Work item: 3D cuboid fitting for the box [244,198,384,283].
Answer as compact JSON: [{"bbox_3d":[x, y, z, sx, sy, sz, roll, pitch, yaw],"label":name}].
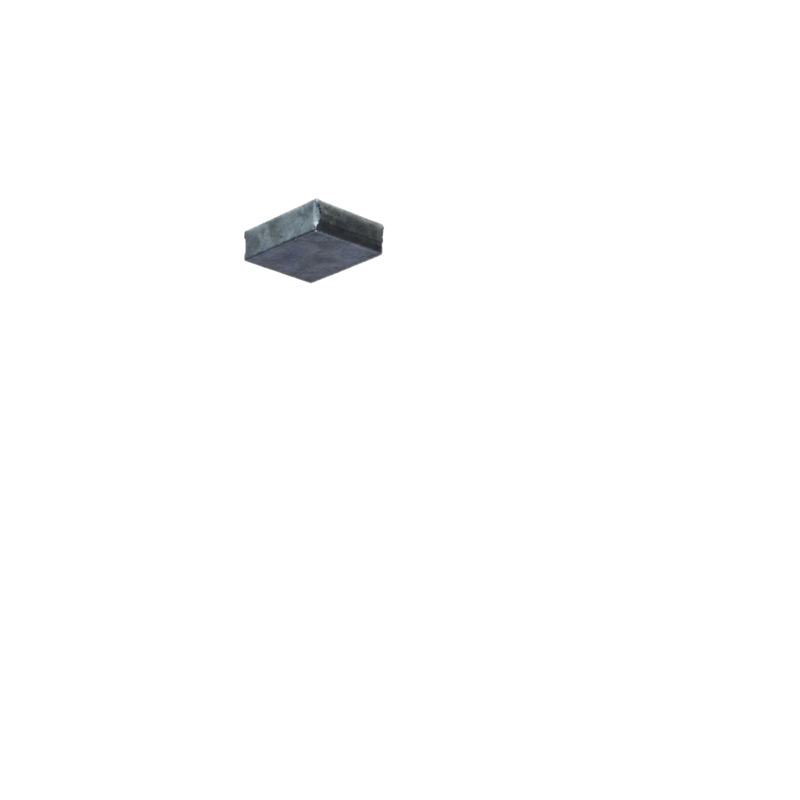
[{"bbox_3d":[-0.069,-0.126,0.882,0.069,0.032,0.090,16,-23,-42],"label":"box"}]
